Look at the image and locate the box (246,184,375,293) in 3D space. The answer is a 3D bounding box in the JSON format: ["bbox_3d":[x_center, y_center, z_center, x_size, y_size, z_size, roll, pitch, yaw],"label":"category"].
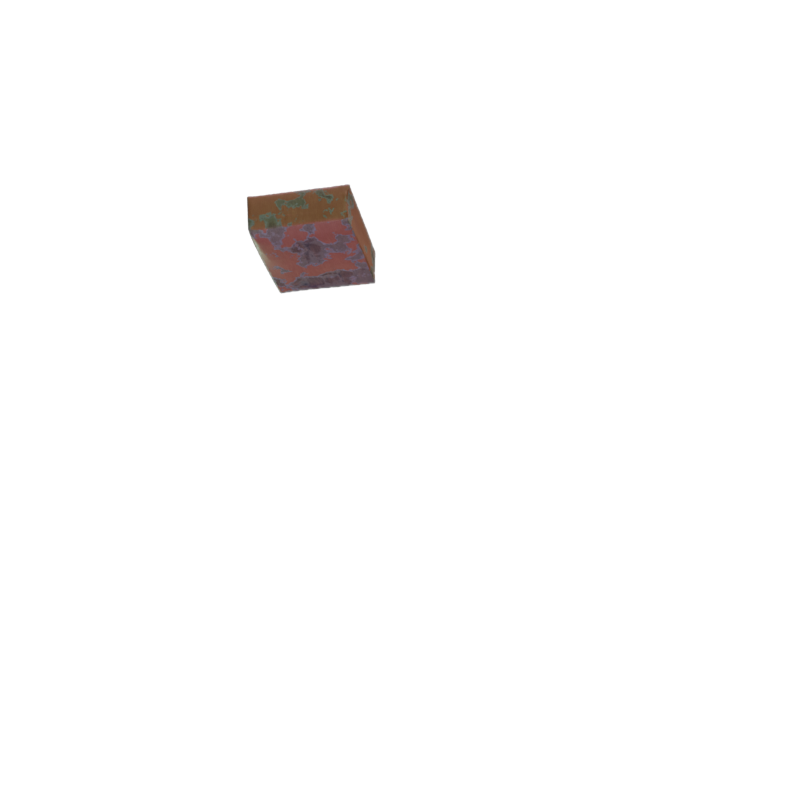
[{"bbox_3d":[-0.075,-0.136,0.956,0.091,0.041,0.106,-5,-25,10],"label":"box"}]
